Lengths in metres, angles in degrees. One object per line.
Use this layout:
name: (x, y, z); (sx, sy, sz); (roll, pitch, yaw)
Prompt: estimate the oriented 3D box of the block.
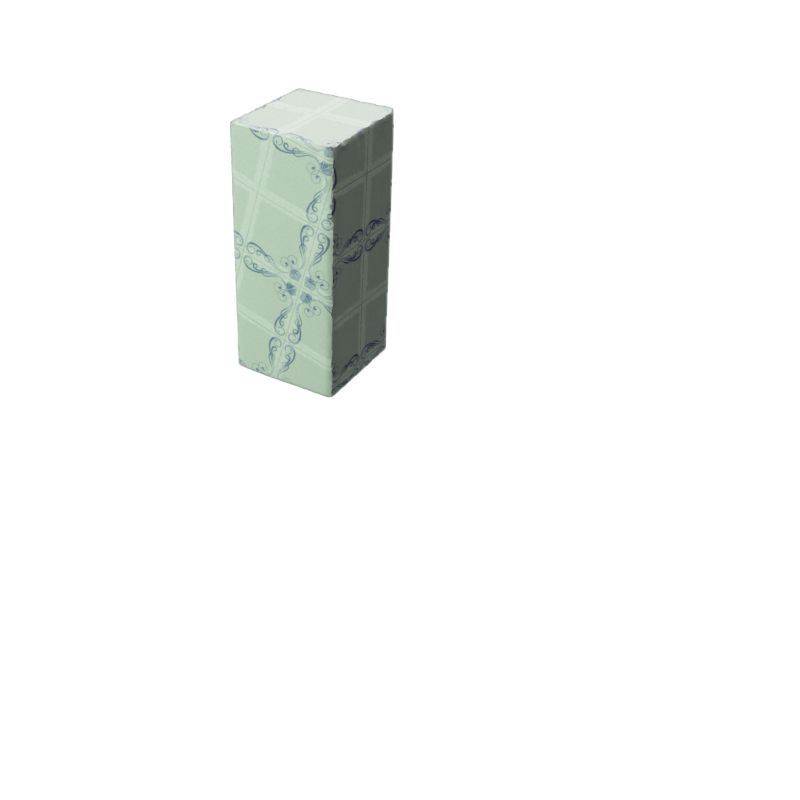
block: (-0.066, -0.120, 0.845); (0.095, 0.194, 0.092); (18, 33, 26)
